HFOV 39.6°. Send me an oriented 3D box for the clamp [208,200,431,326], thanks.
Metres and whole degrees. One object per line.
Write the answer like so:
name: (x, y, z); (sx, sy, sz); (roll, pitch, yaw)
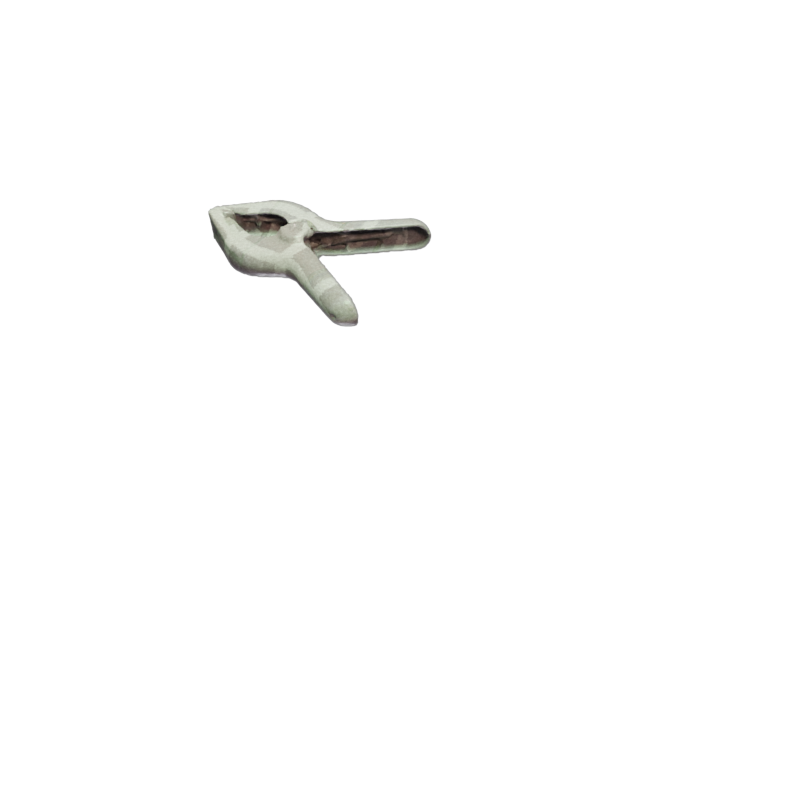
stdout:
clamp: (-0.066, -0.120, 0.840); (0.182, 0.037, 0.121); (28, 45, 31)
